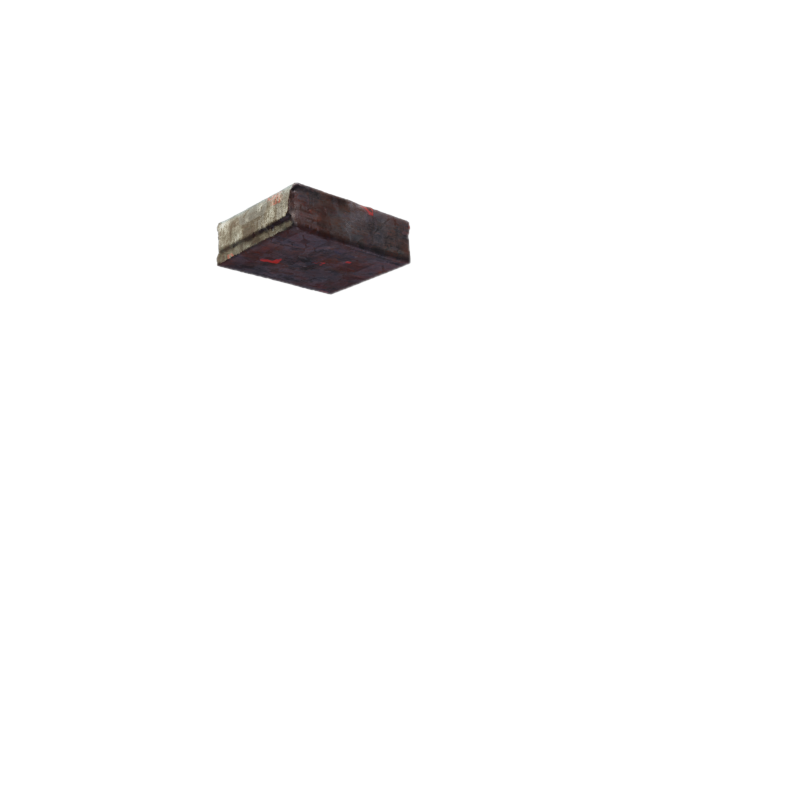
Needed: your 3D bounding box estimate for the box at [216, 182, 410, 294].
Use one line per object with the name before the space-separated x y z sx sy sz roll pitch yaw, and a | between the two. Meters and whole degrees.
box | -0.050 -0.092 0.641 0.084 0.032 0.074 13 -21 -39
